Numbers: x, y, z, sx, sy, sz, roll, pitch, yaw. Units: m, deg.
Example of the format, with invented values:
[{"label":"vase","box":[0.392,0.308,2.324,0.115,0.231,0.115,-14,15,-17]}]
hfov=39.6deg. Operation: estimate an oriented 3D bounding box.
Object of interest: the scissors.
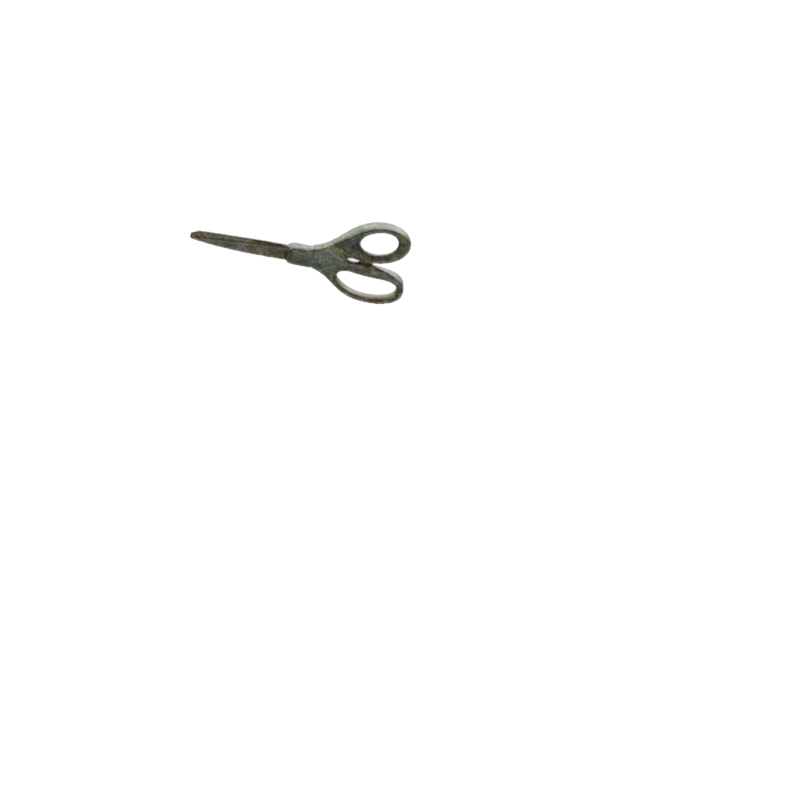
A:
[{"label":"scissors","box":[-0.078,-0.142,0.998,0.195,0.093,0.017,22,37,-18]}]
